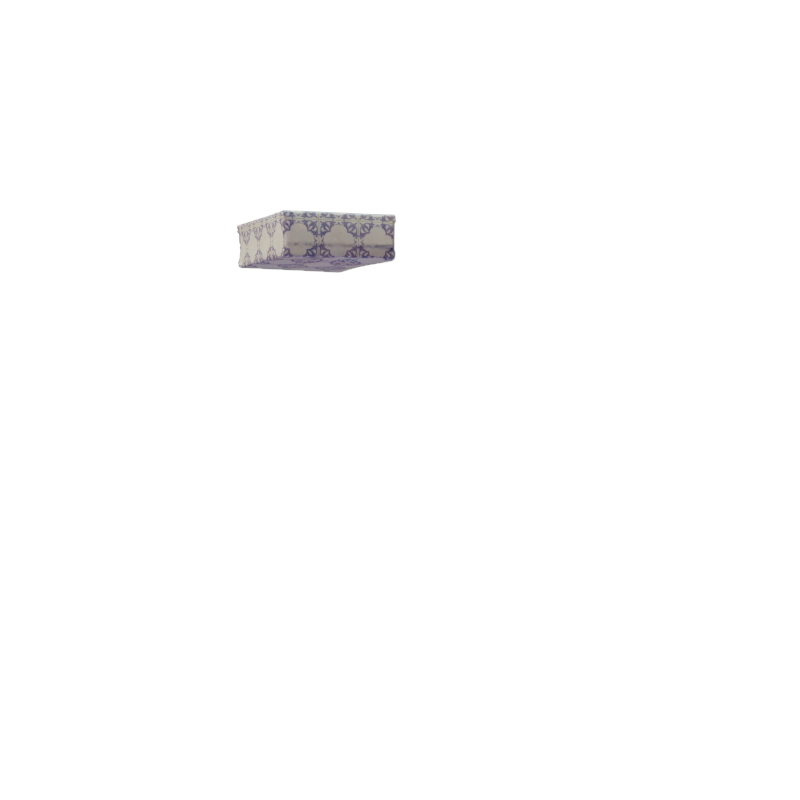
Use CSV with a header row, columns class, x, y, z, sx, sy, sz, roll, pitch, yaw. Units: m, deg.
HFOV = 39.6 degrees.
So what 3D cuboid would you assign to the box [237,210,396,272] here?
class,x,y,z,sx,sy,sz,roll,pitch,yaw
box,-0.066,-0.121,0.850,0.087,0.039,0.116,0,0,-24
